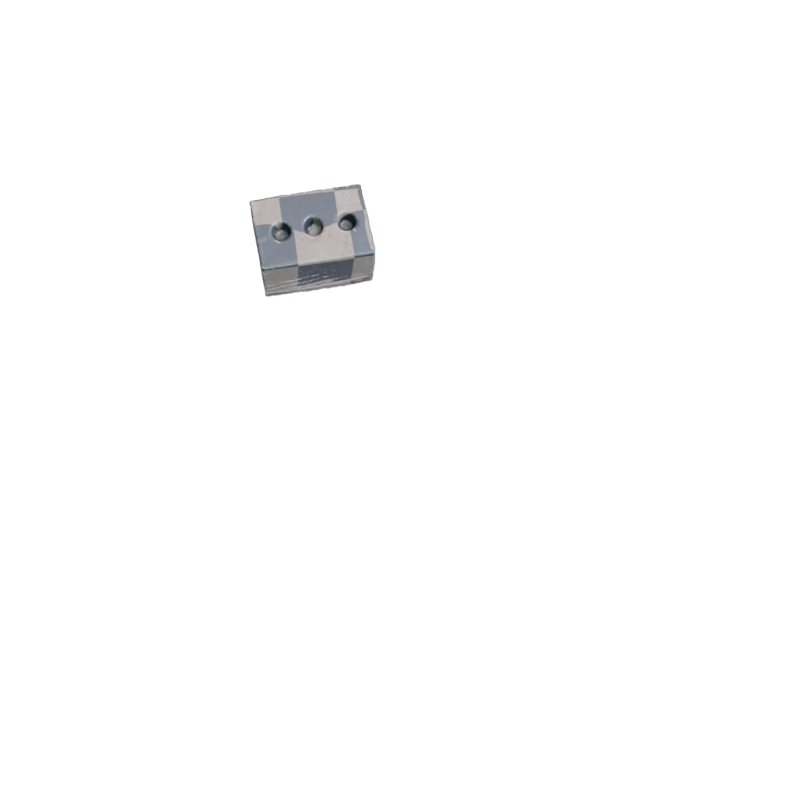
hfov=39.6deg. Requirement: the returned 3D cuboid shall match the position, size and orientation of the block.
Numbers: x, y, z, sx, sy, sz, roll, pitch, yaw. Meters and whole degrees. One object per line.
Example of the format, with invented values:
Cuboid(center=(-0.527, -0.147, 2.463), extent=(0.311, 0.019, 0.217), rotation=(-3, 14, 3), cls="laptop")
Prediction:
Cuboid(center=(-0.059, -0.107, 0.750), extent=(0.078, 0.056, 0.049), rotation=(-10, -20, -5), cls="block")
